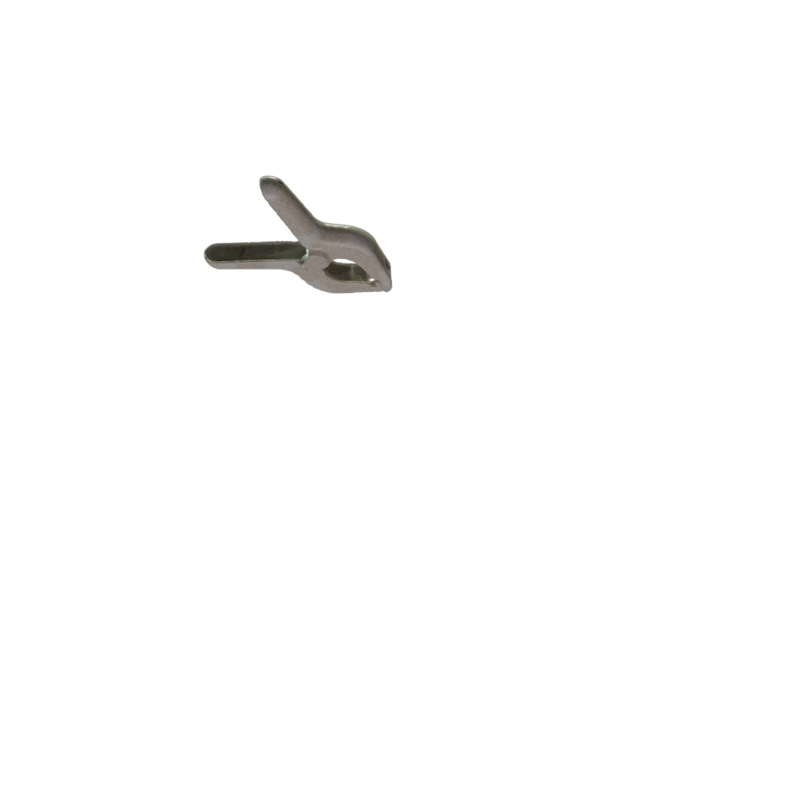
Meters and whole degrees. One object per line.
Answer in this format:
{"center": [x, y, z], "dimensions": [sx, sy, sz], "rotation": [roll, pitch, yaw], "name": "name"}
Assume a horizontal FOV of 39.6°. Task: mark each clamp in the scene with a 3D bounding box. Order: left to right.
{"center": [-0.077, -0.140, 0.982], "dimensions": [0.166, 0.042, 0.116], "rotation": [11, -31, -19], "name": "clamp"}
